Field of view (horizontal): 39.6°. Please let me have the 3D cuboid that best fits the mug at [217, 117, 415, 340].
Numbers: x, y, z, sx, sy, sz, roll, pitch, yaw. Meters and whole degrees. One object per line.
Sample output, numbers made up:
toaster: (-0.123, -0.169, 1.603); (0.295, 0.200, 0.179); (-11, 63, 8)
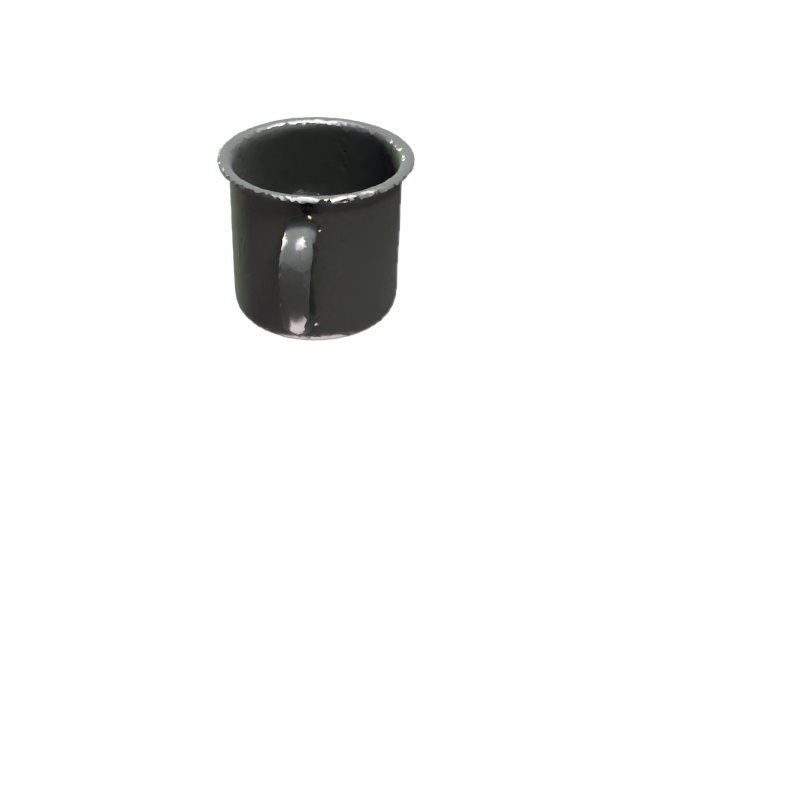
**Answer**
mug: (-0.042, -0.076, 0.532); (0.094, 0.076, 0.124); (2, 34, 2)
